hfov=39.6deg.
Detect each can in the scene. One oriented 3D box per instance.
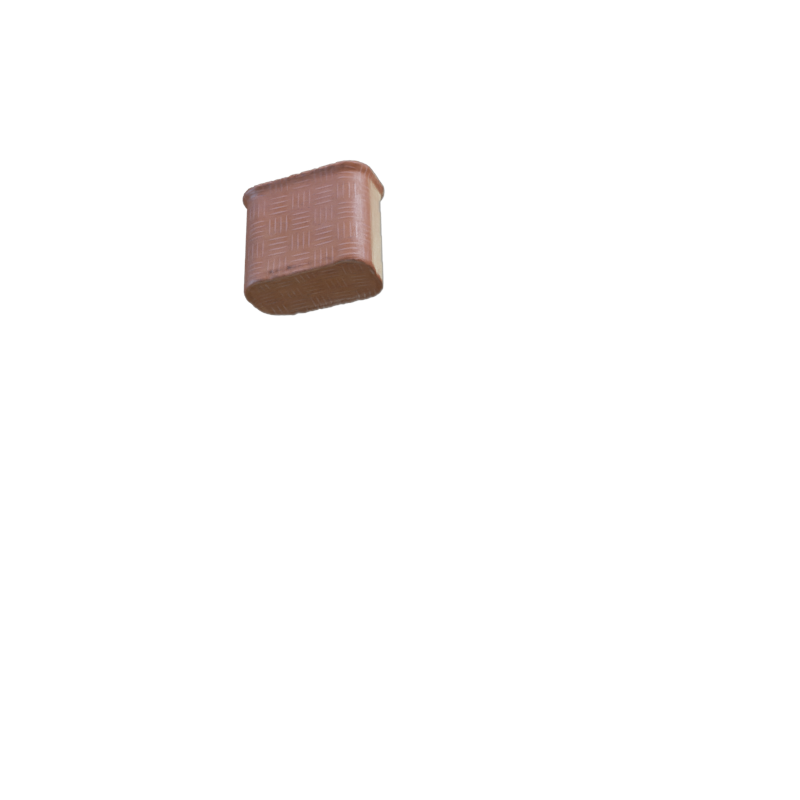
[{"bbox_3d":[-0.062,-0.112,0.787,0.103,0.089,0.053,-12,-32,19],"label":"can"}]
